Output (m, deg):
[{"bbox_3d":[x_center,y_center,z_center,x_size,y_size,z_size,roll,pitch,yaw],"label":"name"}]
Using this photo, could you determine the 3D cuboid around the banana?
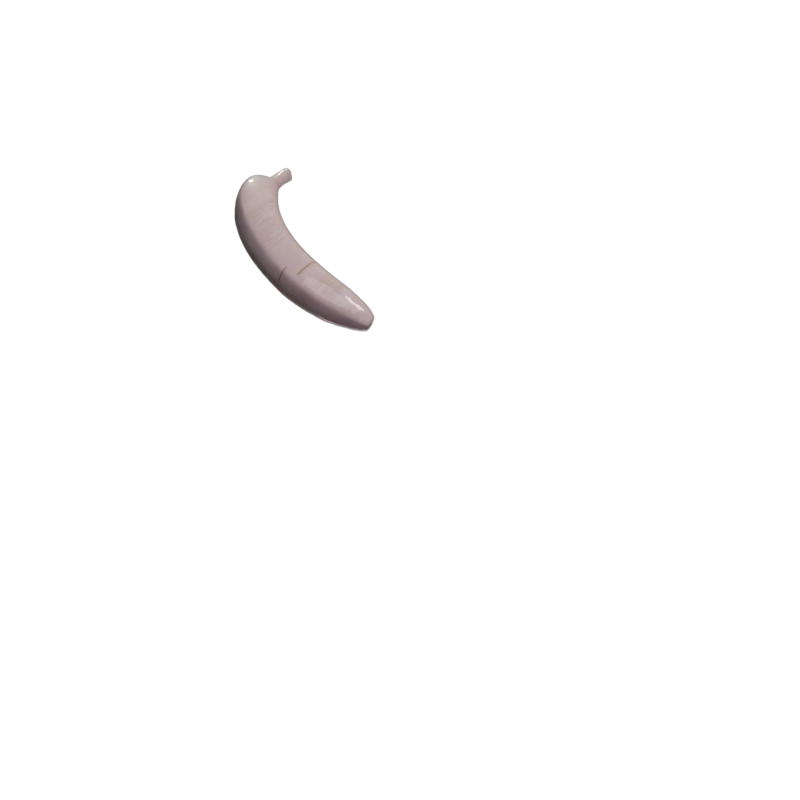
[{"bbox_3d":[-0.087,-0.123,0.875,0.069,0.214,0.034,-16,-40,-15],"label":"banana"}]
